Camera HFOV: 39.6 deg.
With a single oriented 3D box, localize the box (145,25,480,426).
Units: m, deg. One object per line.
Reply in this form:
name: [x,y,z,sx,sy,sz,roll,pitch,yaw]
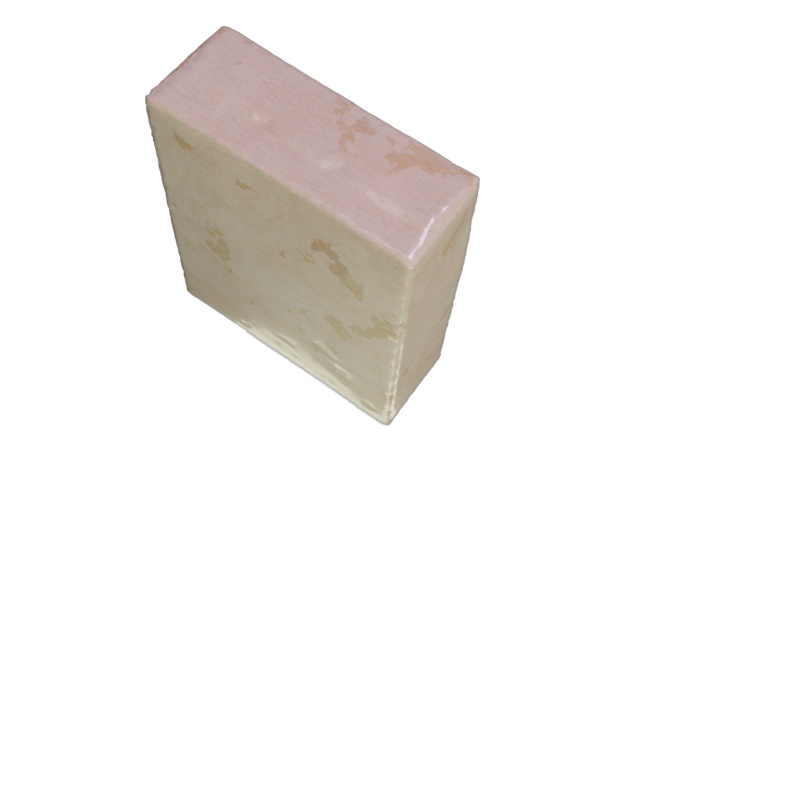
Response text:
box: [-0.049,-0.090,0.630,0.170,0.073,0.202,35,-22,13]
